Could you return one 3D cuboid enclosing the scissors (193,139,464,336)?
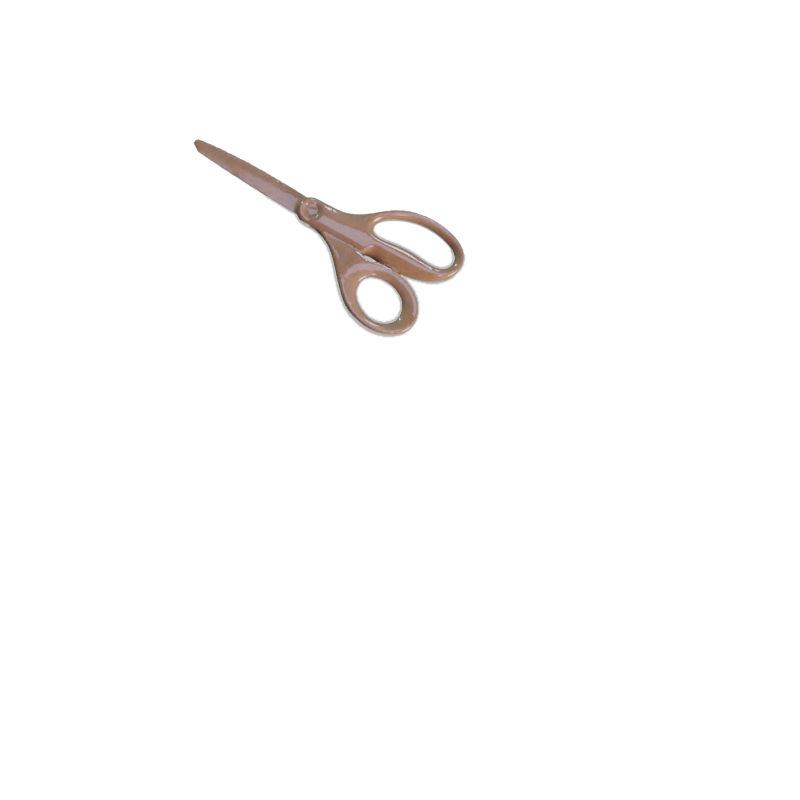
[{"bbox_3d":[-0.059,-0.107,0.751,0.204,0.099,0.015,16,-16,5],"label":"scissors"}]
